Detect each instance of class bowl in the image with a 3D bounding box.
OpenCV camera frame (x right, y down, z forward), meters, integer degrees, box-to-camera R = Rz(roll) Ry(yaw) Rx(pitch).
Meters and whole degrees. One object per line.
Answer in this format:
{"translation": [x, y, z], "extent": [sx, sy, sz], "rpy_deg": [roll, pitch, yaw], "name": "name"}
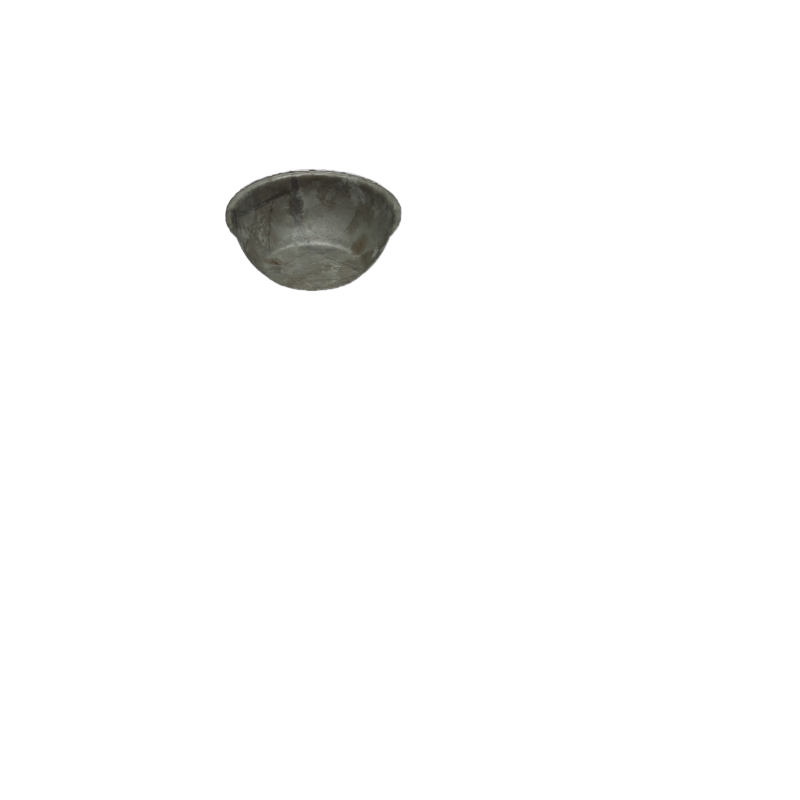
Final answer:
{"translation": [-0.078, -0.143, 1.000], "extent": [0.162, 0.058, 0.153], "rpy_deg": [1, -23, -2], "name": "bowl"}
